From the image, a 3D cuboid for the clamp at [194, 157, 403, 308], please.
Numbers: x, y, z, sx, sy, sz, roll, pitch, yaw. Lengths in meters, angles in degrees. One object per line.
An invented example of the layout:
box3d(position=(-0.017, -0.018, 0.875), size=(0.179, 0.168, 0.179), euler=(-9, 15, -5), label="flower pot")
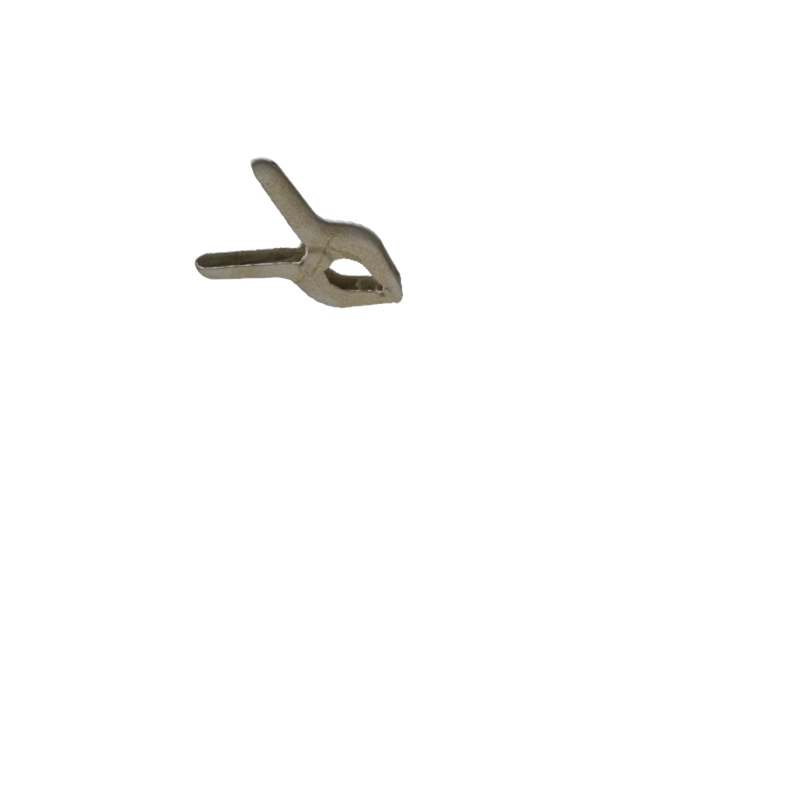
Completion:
box3d(position=(-0.070, -0.128, 0.900), size=(0.167, 0.042, 0.115), euler=(14, -47, -14), label="clamp")
